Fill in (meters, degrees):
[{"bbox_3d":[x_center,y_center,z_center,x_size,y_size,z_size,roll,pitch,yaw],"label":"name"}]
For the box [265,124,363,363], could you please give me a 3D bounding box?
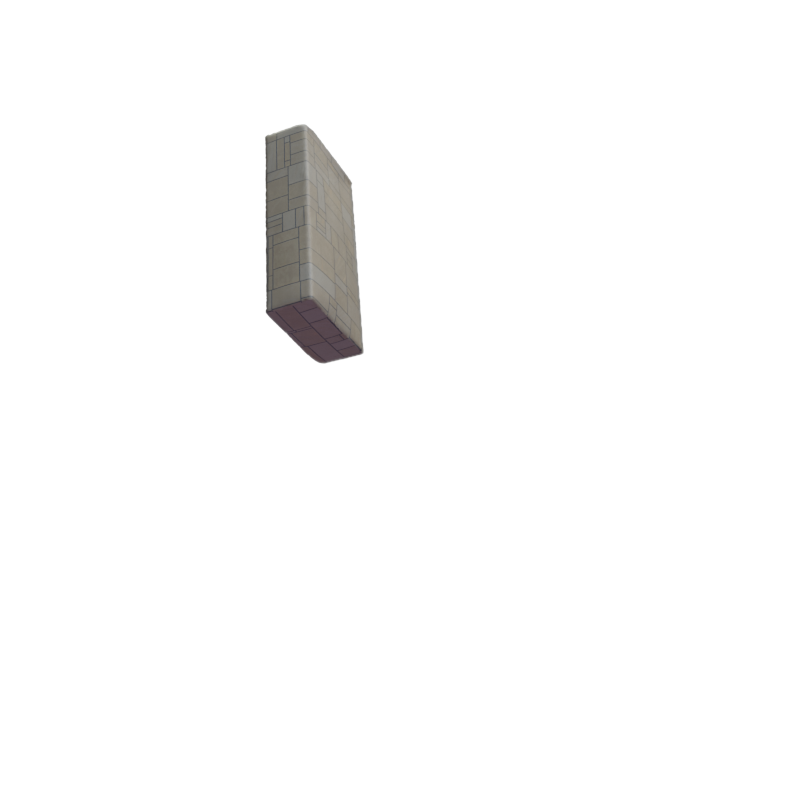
[{"bbox_3d":[-0.069,-0.127,0.888,0.049,0.188,0.086,-16,-35,20],"label":"box"}]
